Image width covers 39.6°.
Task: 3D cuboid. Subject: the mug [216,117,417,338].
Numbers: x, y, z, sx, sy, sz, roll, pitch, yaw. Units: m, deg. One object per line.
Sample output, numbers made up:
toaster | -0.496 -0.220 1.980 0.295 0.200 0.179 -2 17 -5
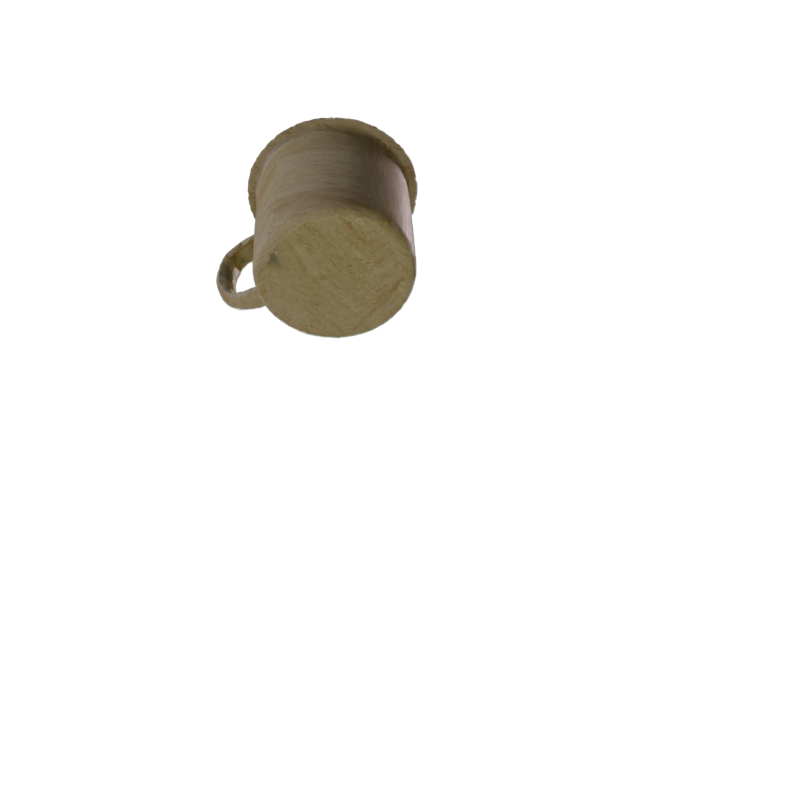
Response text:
mug | -0.045 -0.082 0.577 0.117 0.087 0.087 -22 35 15
